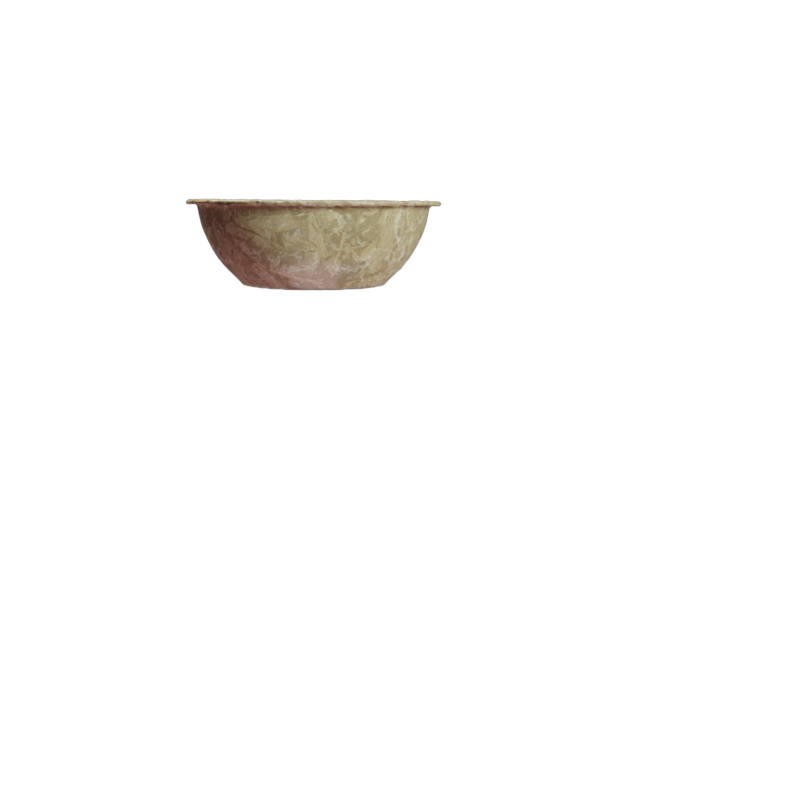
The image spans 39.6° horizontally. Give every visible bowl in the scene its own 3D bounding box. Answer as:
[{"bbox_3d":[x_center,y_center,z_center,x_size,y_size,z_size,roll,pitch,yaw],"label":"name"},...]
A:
[{"bbox_3d":[-0.055,-0.101,0.706,0.162,0.054,0.165,0,10,-2],"label":"bowl"}]
